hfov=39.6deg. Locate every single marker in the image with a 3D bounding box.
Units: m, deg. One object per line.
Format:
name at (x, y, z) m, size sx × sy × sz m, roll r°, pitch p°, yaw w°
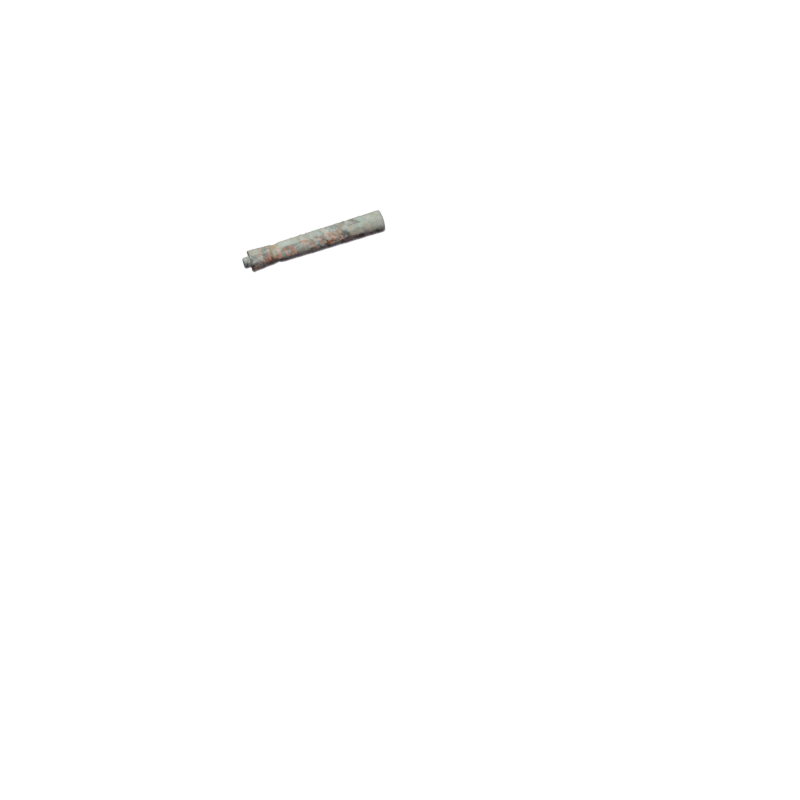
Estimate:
marker at (-0.072, -0.131, 0.915) m, size 0.120 × 0.019 × 0.020 m, roll -19°, pitch 8°, yaw -9°
